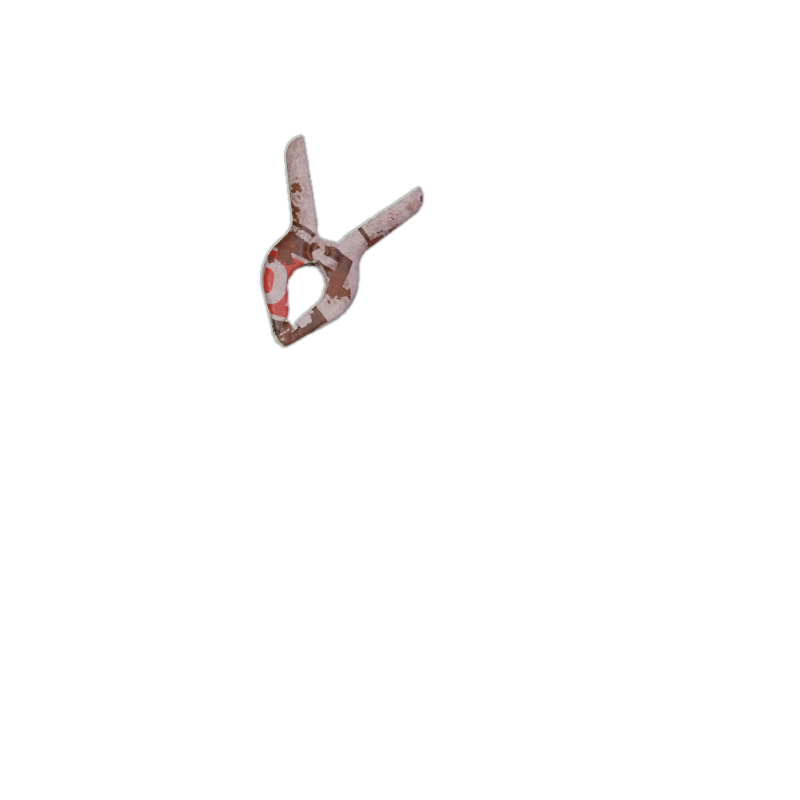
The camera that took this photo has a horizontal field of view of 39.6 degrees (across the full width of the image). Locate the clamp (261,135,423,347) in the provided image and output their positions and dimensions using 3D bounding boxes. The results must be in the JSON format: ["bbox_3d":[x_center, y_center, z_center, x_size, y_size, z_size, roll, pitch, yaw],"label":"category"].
[{"bbox_3d":[-0.071,-0.129,0.906,0.122,0.174,0.038,30,-12,6],"label":"clamp"}]
